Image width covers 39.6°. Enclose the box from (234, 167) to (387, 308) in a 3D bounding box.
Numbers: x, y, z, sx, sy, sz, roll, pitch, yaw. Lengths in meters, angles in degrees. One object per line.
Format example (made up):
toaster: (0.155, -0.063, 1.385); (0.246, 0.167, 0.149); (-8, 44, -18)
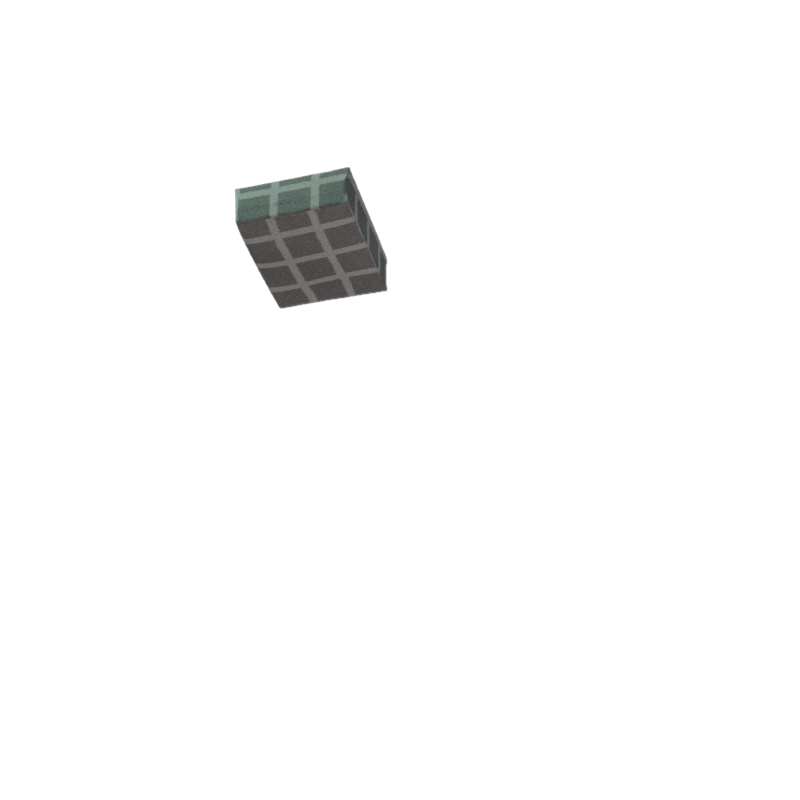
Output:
box: (-0.066, -0.119, 0.837); (0.091, 0.042, 0.105); (-9, -34, 12)
